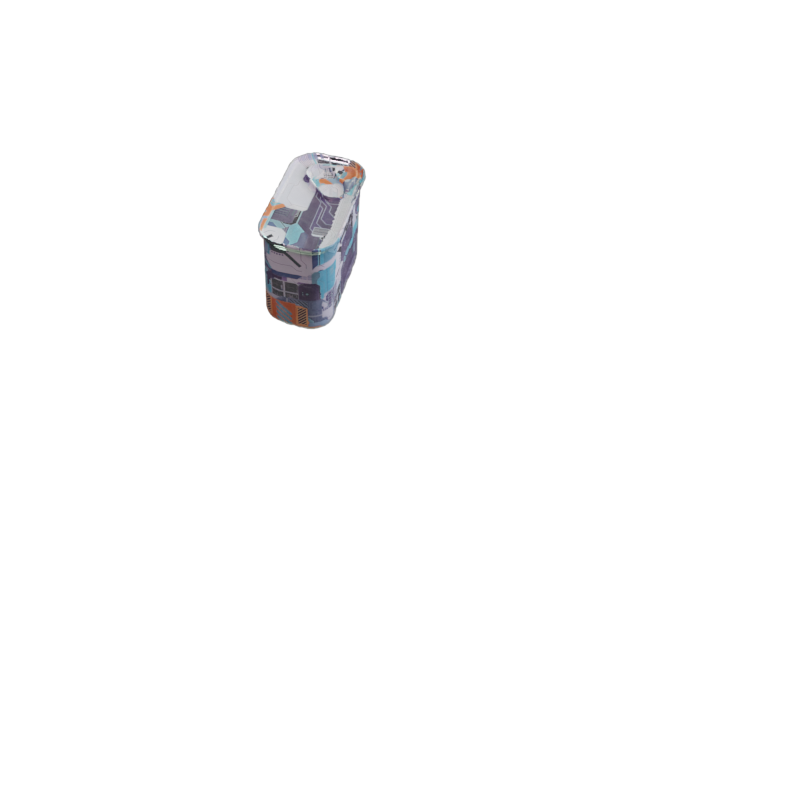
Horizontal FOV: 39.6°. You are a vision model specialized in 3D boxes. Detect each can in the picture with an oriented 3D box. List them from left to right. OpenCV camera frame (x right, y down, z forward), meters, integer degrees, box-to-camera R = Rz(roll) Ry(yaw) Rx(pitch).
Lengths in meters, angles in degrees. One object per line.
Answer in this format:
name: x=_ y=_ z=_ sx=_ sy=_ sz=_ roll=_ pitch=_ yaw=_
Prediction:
can: x=-0.063 y=-0.115 z=0.806 sx=0.059 sy=0.107 sz=0.078 roll=12 pitch=-42 yaw=8
